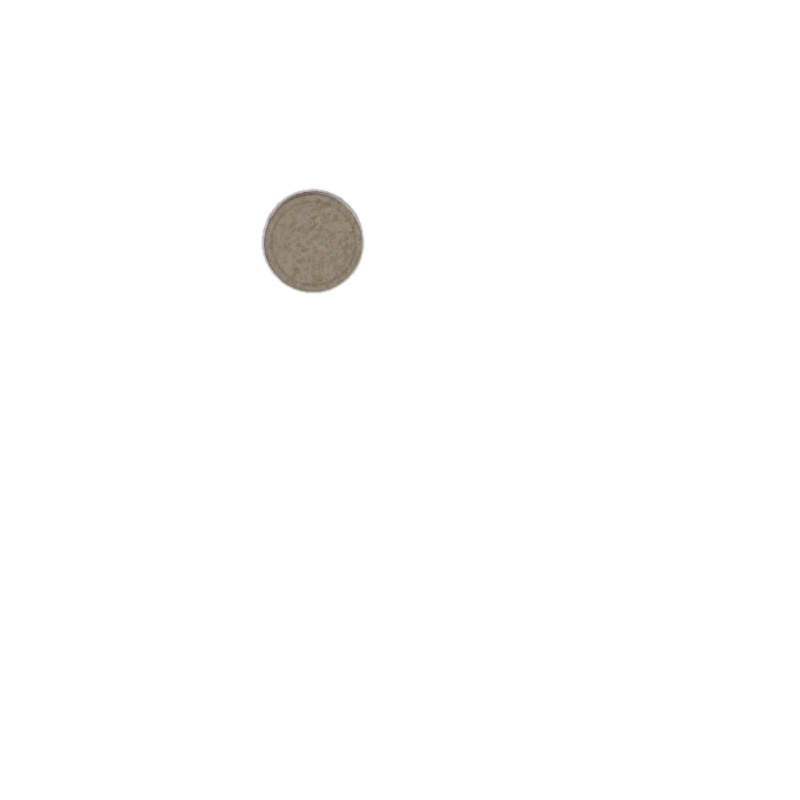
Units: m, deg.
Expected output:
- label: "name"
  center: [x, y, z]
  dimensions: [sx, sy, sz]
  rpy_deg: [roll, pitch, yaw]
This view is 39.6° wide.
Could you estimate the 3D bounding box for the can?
- label: "can"
  center: [-0.074, -0.135, 0.946]
  dimensions: [0.086, 0.085, 0.034]
  rpy_deg: [0, 7, -1]
